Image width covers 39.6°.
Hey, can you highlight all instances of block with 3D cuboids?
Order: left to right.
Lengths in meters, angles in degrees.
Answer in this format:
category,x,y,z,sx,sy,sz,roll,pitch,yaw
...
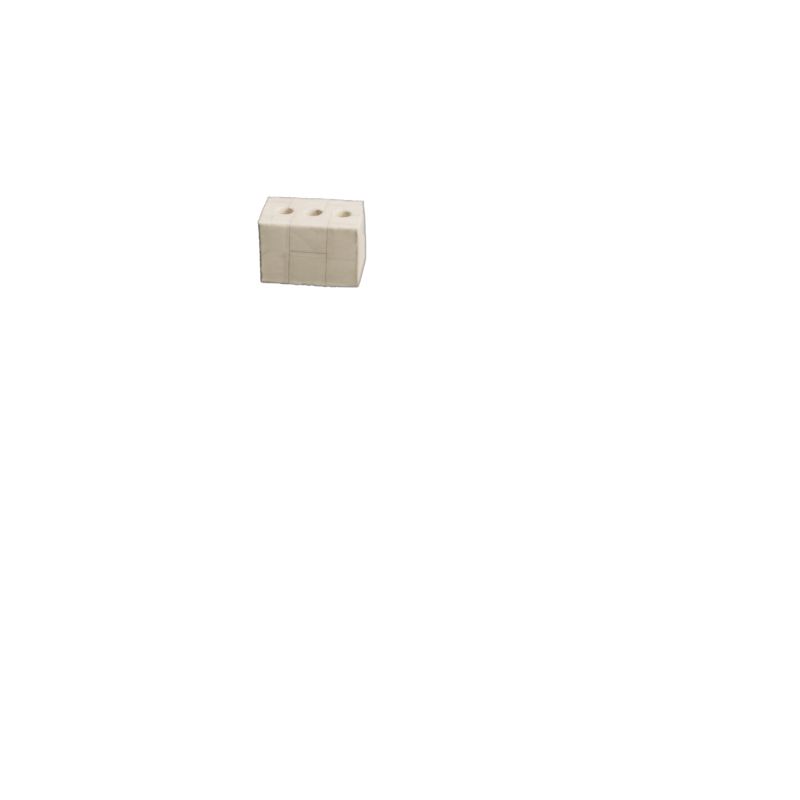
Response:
category,x,y,z,sx,sy,sz,roll,pitch,yaw
block,-0.066,-0.121,0.844,0.078,0.048,0.055,3,29,4
